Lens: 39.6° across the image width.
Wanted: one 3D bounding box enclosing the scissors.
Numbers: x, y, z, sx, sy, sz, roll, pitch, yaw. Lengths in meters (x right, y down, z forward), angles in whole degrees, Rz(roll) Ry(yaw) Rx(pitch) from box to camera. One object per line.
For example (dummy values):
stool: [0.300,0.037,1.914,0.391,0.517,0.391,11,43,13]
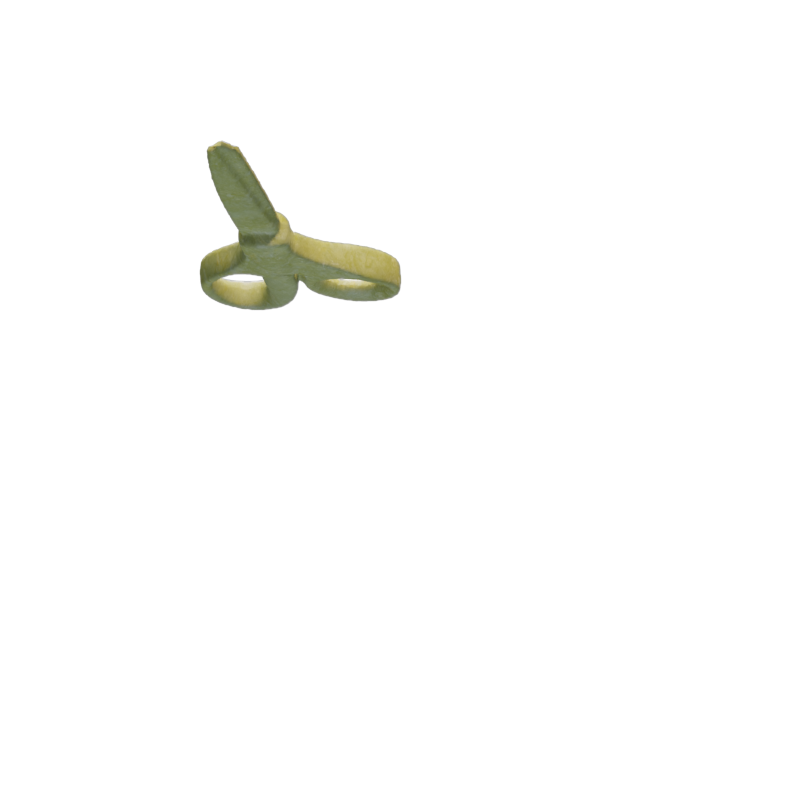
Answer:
scissors: [-0.033,-0.060,0.423,0.095,0.016,0.200,2,-7,-13]
